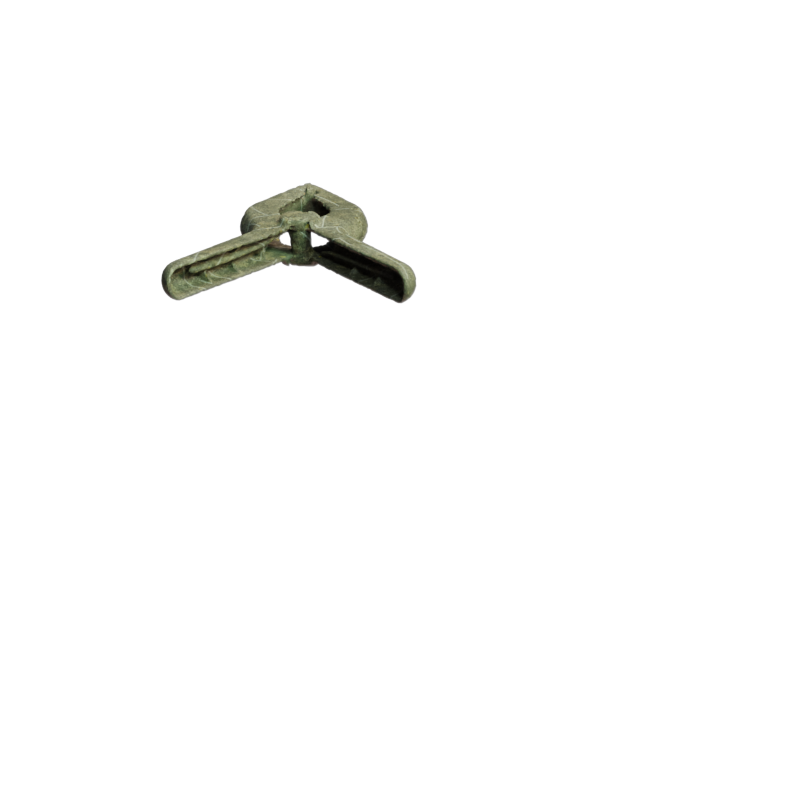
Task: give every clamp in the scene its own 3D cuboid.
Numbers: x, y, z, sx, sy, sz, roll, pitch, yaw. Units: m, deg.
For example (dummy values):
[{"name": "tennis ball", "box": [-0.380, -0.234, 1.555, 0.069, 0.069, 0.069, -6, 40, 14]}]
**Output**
[{"name": "clamp", "box": [-0.062, -0.113, 0.795, 0.167, 0.035, 0.218, 4, 26, 8]}]
